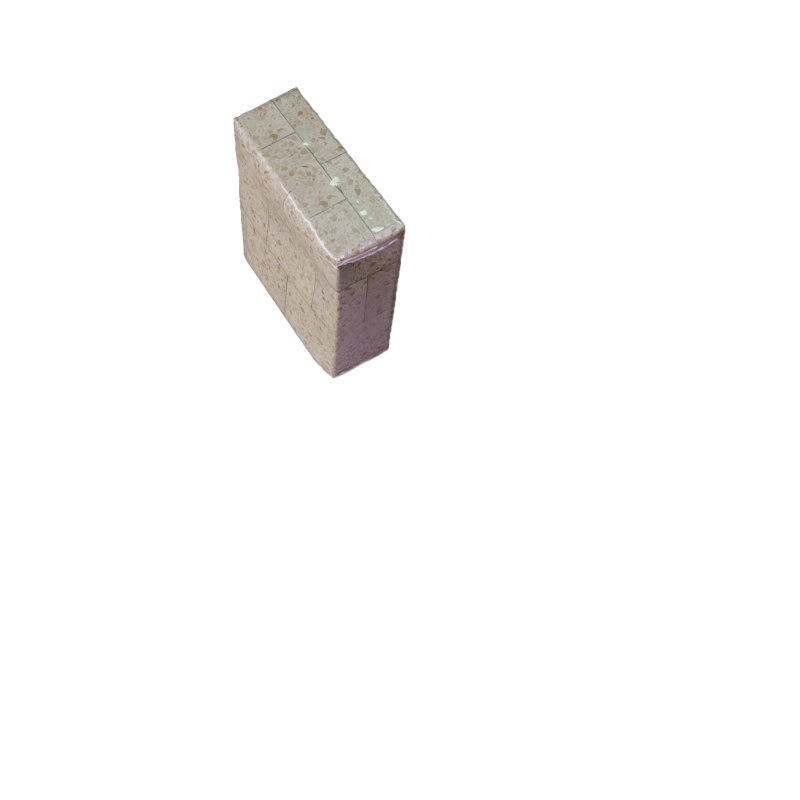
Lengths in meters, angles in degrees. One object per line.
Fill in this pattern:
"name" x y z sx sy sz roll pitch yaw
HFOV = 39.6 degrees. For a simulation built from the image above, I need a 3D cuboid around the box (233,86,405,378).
"box" -0.075 -0.137 0.958 0.072 0.174 0.201 -29 -23 -16
